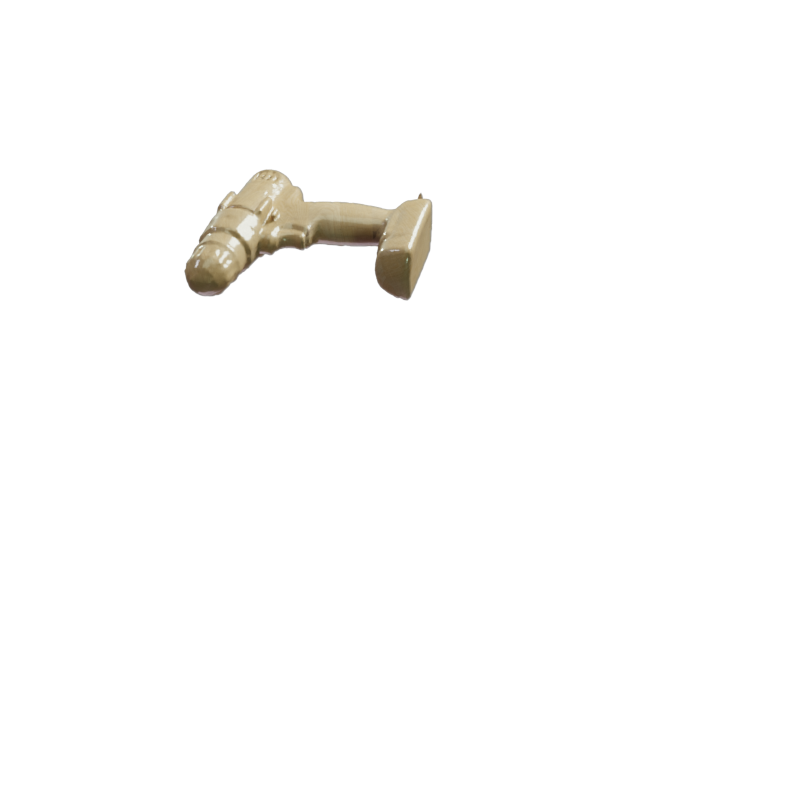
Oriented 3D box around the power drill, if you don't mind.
[{"bbox_3d":[-0.075,-0.136,0.953,0.192,0.054,0.193,10,38,12],"label":"power drill"}]
